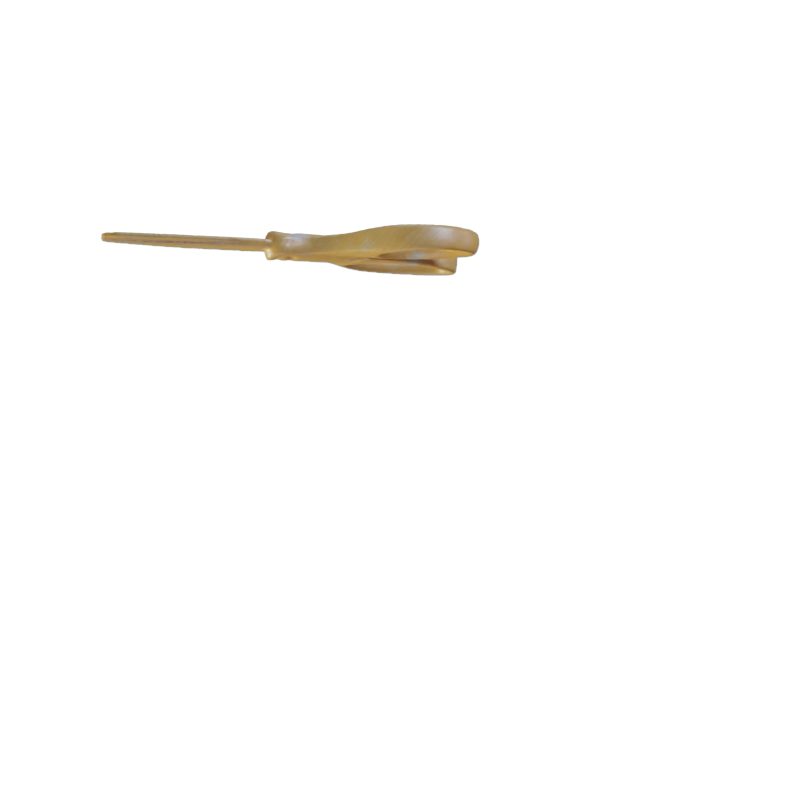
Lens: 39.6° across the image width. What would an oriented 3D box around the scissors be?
[{"bbox_3d":[-0.046,-0.083,0.585,0.194,0.016,0.098,2,-4,-31],"label":"scissors"}]
